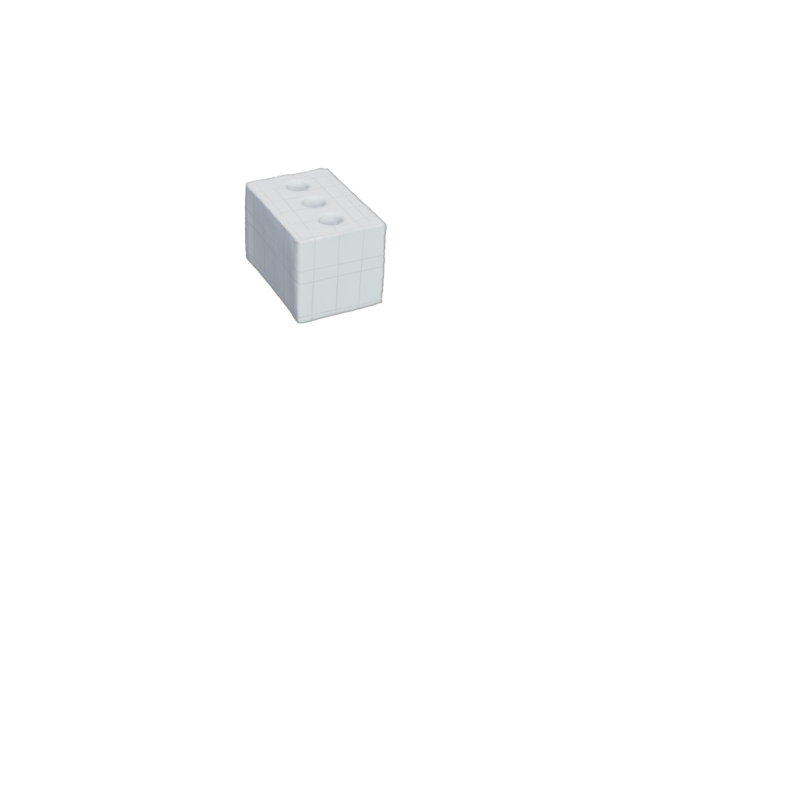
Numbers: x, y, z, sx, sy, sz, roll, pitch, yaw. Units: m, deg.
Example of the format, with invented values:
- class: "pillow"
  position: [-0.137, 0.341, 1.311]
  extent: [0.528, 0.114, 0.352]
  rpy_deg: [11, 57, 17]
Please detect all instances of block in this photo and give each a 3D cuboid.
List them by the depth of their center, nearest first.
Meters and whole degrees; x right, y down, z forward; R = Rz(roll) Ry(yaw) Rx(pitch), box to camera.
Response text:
- class: "block"
  position: [-0.048, -0.087, 0.611]
  extent: [0.052, 0.048, 0.084]
  rpy_deg: [-15, 37, -23]
